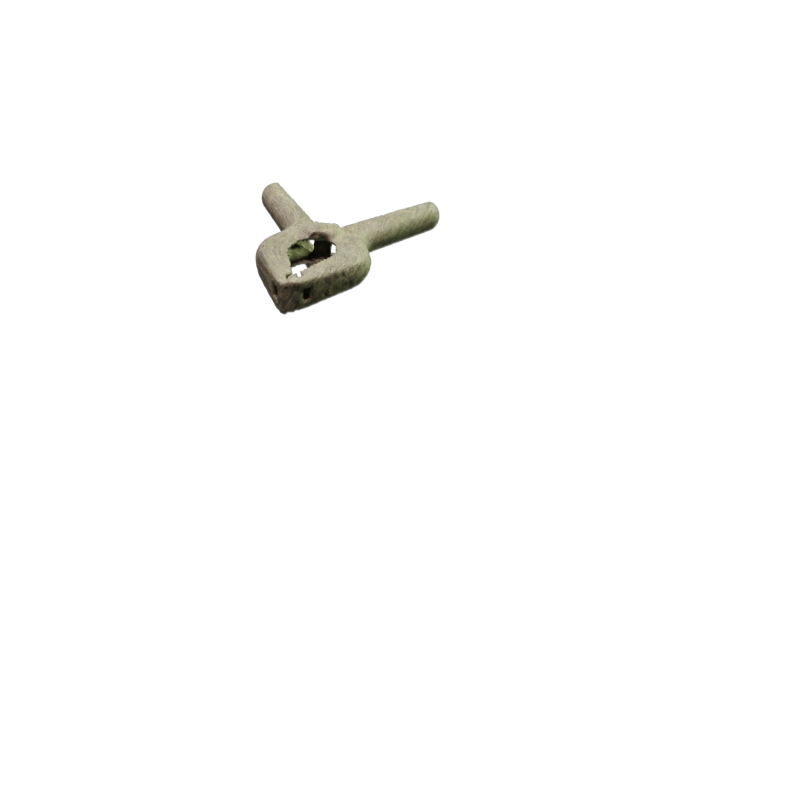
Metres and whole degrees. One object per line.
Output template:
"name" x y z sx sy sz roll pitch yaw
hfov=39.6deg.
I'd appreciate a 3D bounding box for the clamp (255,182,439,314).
"clamp" -0.073 -0.134 0.938 0.170 0.034 0.216 11 33 17
